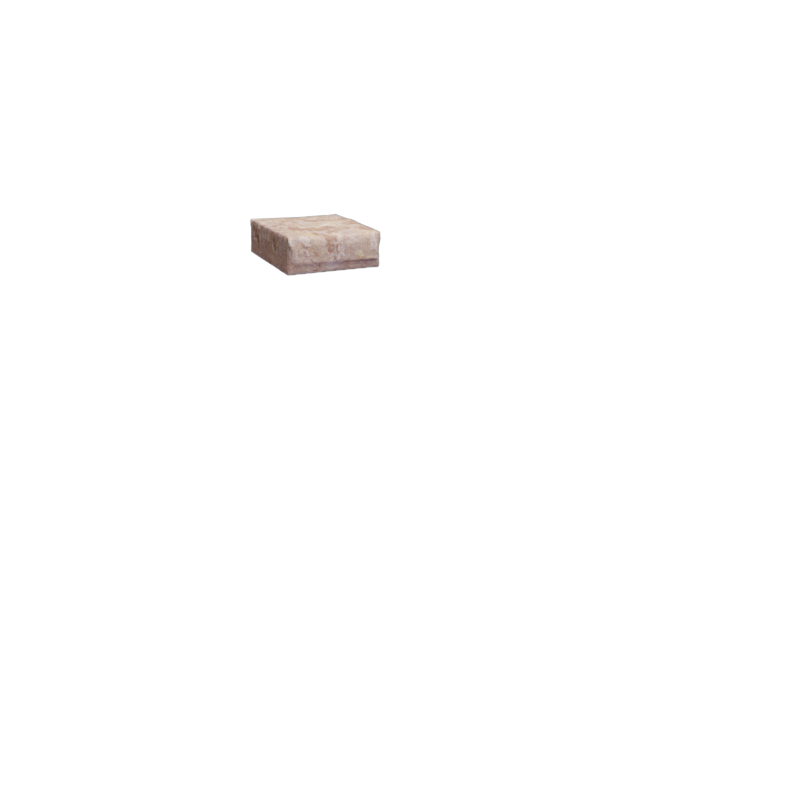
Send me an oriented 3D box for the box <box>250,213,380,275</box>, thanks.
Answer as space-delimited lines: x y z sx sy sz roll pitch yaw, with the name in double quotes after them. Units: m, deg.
-0.065 -0.119 0.834 0.071 0.029 0.094 -7 19 -22 "box"
